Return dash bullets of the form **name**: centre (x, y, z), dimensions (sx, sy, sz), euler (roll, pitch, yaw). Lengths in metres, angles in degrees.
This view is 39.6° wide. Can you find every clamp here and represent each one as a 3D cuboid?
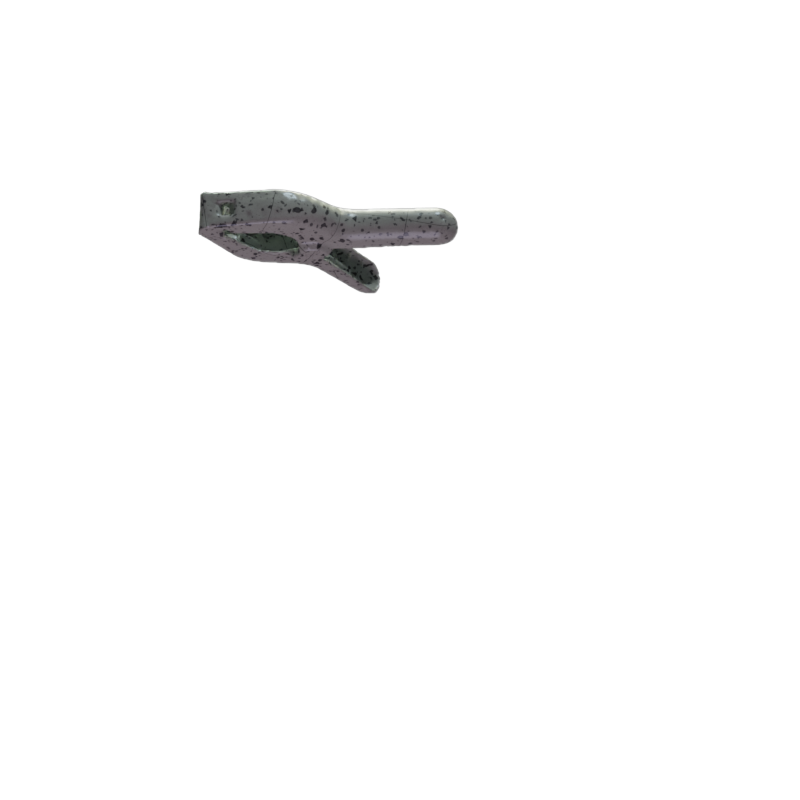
- **clamp**: centre (-0.060, -0.109, 0.766), dimensions (0.167, 0.042, 0.116), euler (8, -26, -17)
